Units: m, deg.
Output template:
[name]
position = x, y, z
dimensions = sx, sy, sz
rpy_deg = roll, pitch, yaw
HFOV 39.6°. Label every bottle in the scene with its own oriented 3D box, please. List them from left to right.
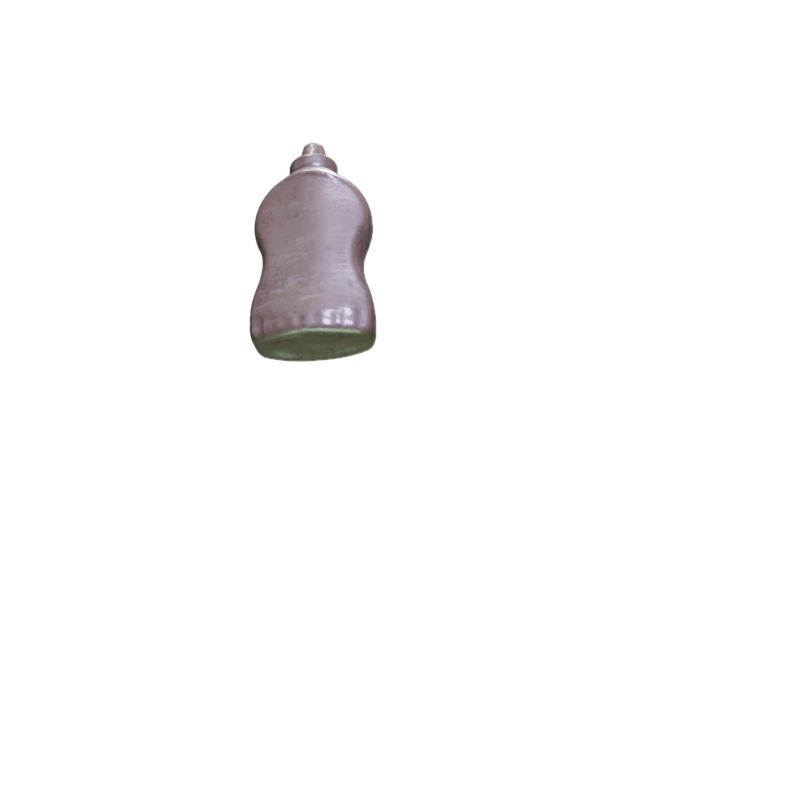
[bottle]
position = -0.070, -0.128, 0.897
dimensions = 0.097, 0.204, 0.054
rpy_deg = -7, -30, 8
